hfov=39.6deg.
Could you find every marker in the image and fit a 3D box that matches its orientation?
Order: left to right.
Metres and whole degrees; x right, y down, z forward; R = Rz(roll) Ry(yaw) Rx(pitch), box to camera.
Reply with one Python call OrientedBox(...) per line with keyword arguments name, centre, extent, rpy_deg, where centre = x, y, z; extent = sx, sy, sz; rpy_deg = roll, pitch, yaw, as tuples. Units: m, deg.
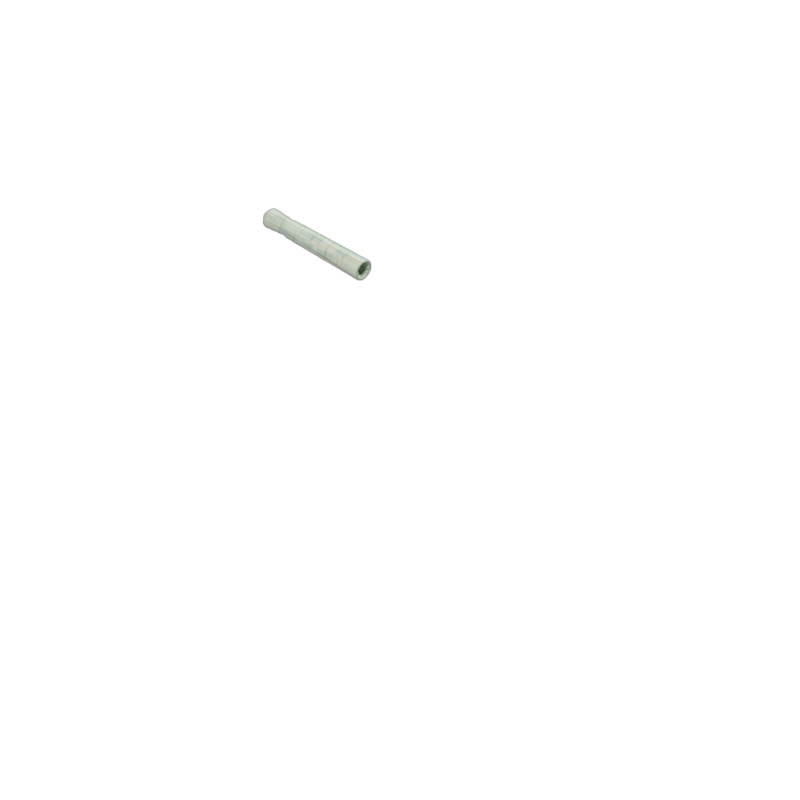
OrientedBox(name="marker", centre=(-0.073, -0.133, 0.931), extent=(0.129, 0.019, 0.019), rpy_deg=(33, 24, 36))
